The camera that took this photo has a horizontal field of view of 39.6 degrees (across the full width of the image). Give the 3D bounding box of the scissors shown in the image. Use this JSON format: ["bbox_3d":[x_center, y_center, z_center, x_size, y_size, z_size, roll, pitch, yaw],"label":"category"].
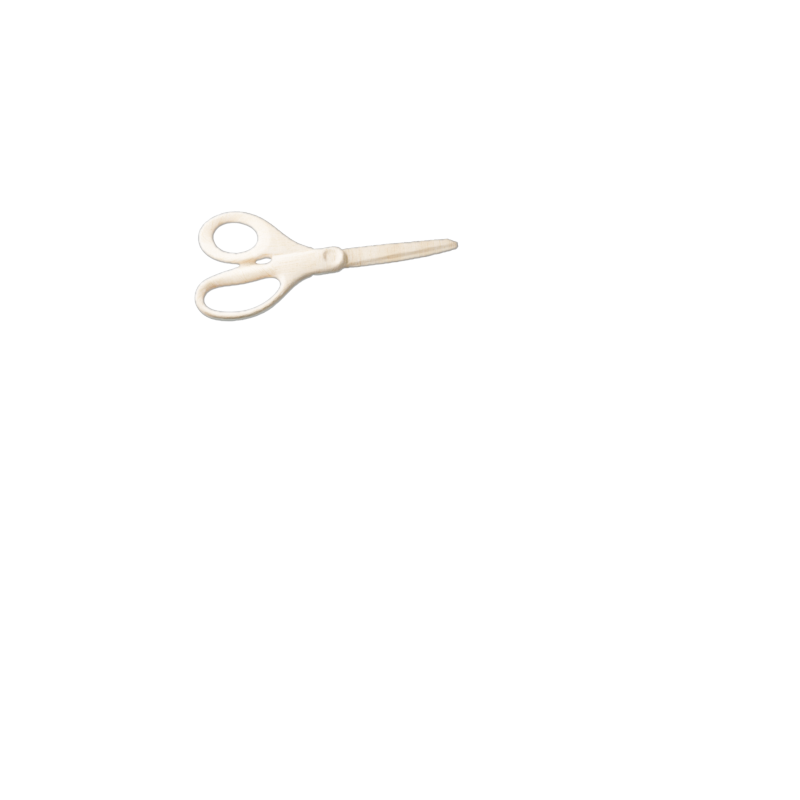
[{"bbox_3d":[-0.066,-0.121,0.848,0.201,0.102,0.015,-22,-22,-9],"label":"scissors"}]
